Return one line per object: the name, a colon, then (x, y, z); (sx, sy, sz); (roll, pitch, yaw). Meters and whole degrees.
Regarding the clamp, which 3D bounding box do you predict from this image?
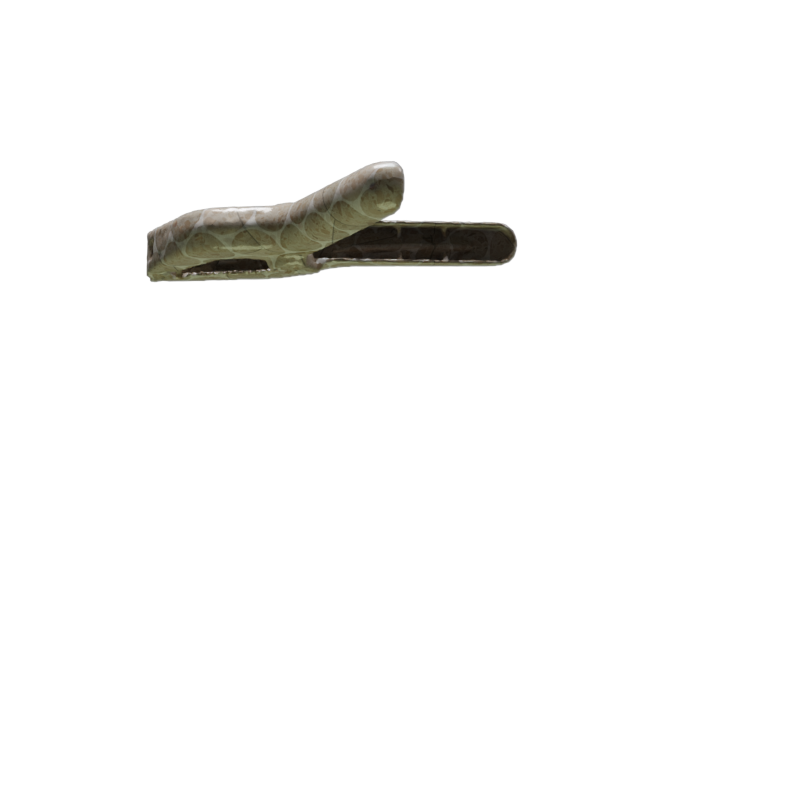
clamp: (-0.048, -0.088, 0.619); (0.216, 0.037, 0.156); (-4, -7, 34)
